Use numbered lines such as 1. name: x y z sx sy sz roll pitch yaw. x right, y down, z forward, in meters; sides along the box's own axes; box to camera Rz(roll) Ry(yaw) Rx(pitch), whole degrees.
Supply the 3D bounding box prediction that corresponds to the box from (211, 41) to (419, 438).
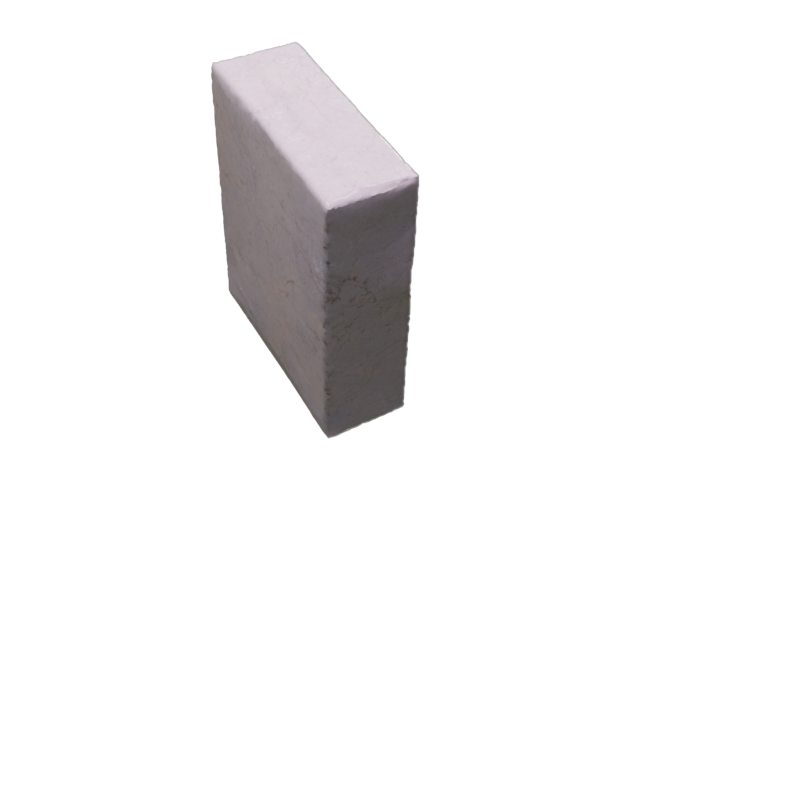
1. box: -0.058 -0.106 0.745 0.071 0.199 0.177 -20 51 -21
